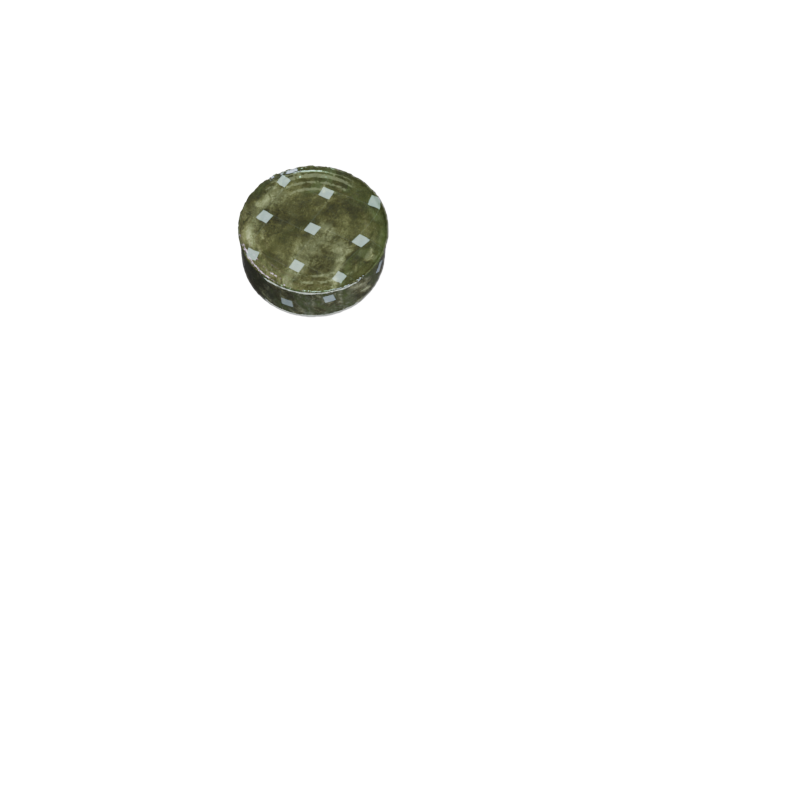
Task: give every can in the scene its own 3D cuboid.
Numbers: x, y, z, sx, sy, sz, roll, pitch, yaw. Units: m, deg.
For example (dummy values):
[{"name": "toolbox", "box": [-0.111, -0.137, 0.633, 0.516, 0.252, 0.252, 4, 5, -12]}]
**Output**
[{"name": "can", "box": [-0.050, -0.092, 0.642, 0.086, 0.091, 0.031, -1, -30, -1]}]
